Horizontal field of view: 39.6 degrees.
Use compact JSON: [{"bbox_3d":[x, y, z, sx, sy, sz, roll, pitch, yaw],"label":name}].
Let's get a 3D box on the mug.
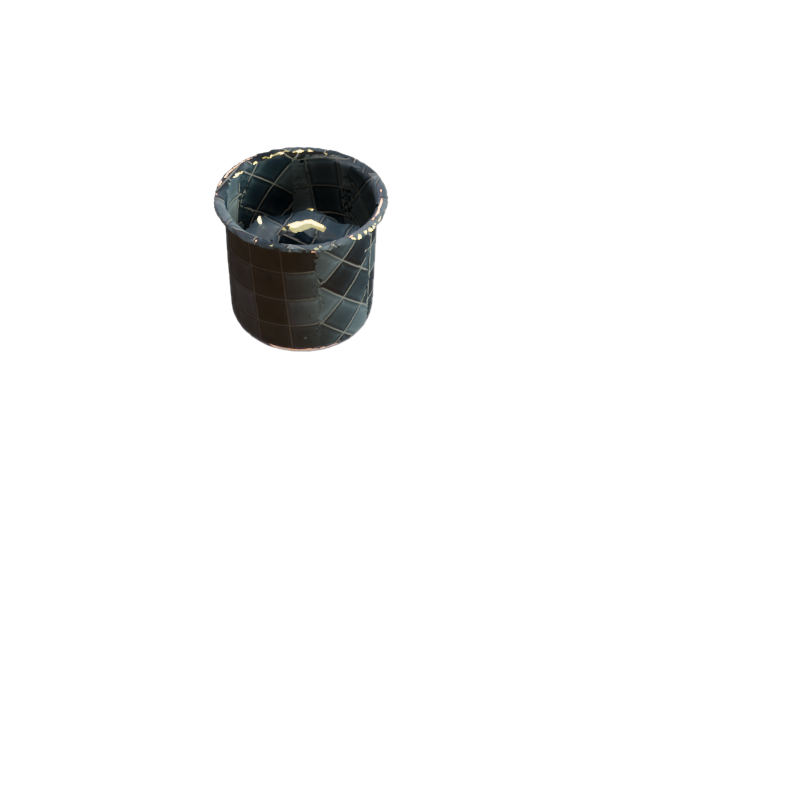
[{"bbox_3d":[-0.049,-0.089,0.624,0.098,0.076,0.120,23,47,21],"label":"mug"}]
